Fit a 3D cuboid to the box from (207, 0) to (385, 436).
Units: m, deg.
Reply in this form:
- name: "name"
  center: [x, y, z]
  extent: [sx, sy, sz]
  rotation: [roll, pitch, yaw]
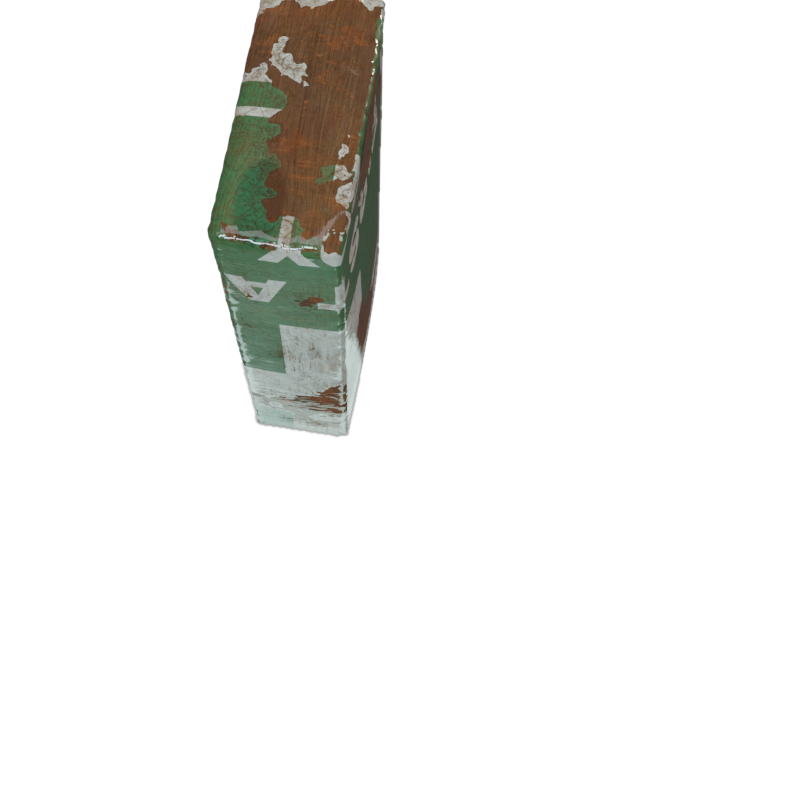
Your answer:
- name: "box"
  center: [-0.031, -0.058, 0.405]
  extent: [0.048, 0.098, 0.168]
  rotation: [9, -20, -1]
